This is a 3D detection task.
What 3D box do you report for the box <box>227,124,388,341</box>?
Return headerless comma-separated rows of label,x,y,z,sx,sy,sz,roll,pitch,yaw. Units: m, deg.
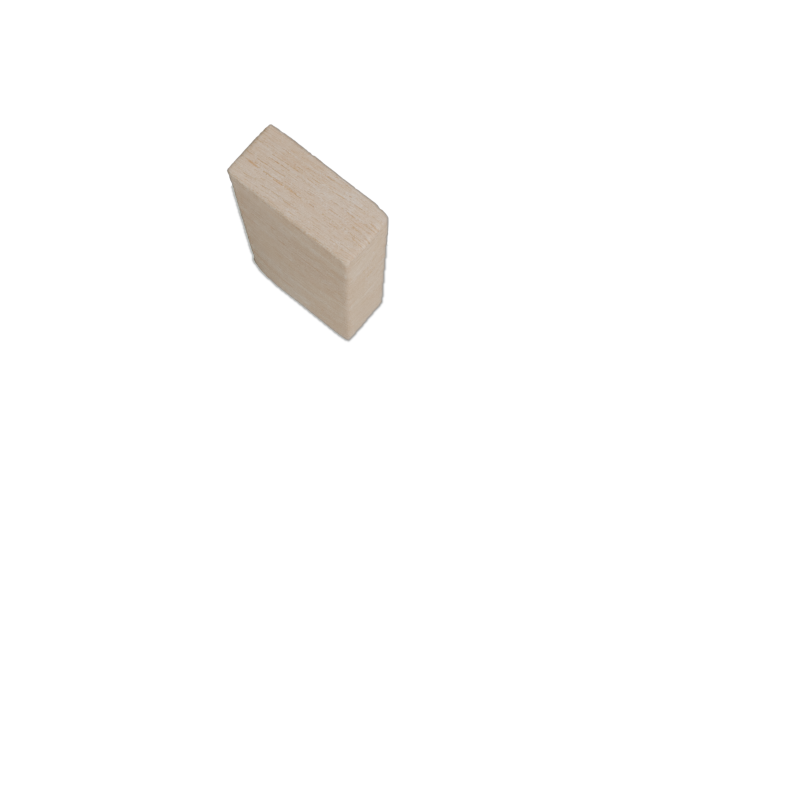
box,-0.055,-0.101,0.704,0.096,0.049,0.170,40,-13,7
